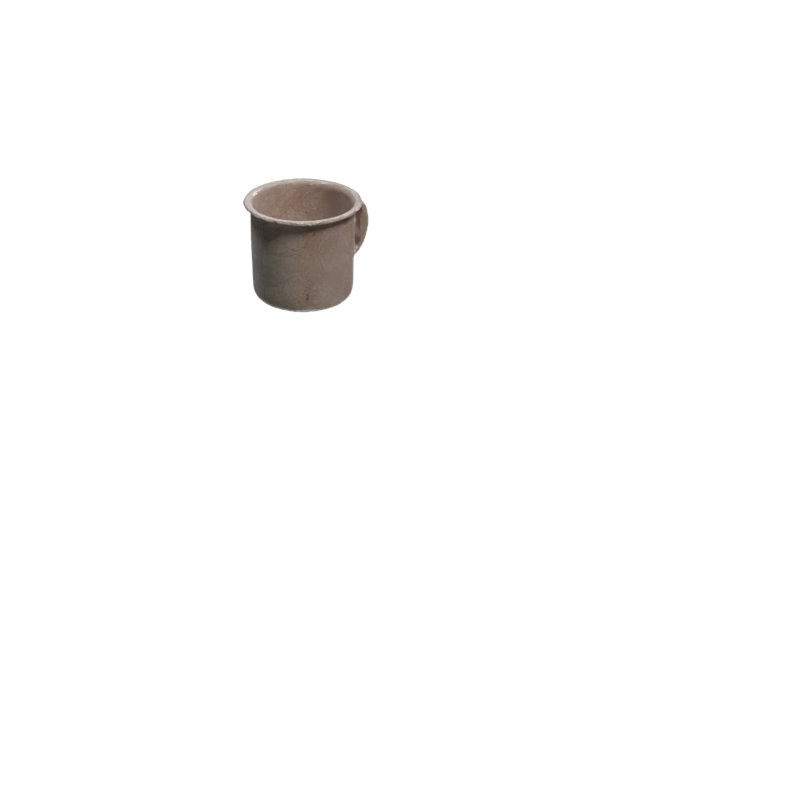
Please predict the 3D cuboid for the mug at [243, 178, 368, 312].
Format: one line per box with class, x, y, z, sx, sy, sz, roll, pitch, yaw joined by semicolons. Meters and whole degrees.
mug;-0.070;-0.128;0.894;0.099;0.077;0.117;24;37;35
